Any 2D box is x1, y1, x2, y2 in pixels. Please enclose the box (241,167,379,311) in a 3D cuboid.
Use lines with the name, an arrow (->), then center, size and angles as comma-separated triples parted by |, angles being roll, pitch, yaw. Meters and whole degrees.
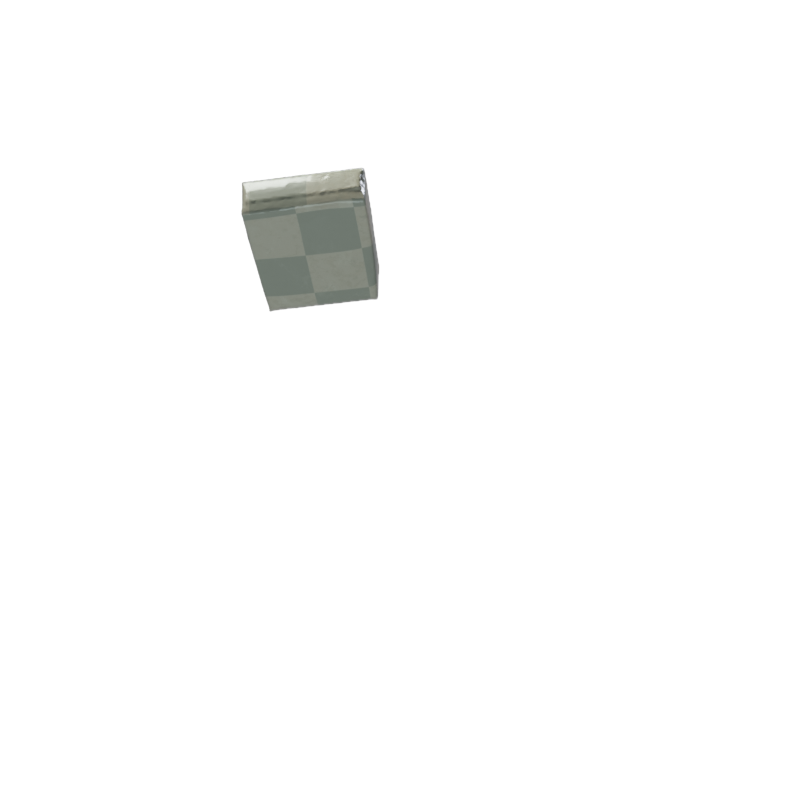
box -> -0.064, -0.118, 0.825 | 0.090, 0.042, 0.105 | -5, -41, 4
